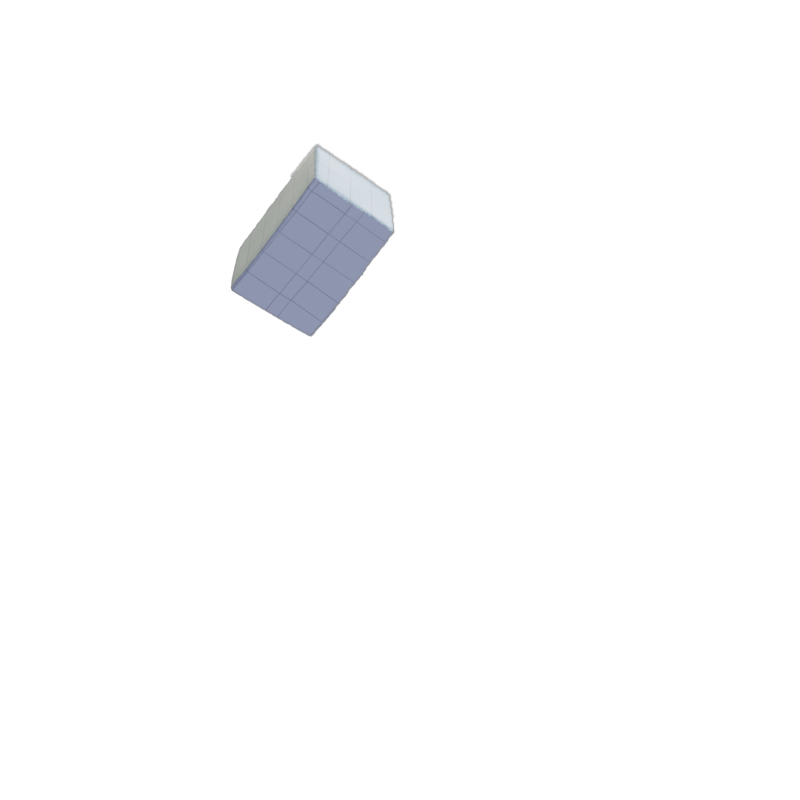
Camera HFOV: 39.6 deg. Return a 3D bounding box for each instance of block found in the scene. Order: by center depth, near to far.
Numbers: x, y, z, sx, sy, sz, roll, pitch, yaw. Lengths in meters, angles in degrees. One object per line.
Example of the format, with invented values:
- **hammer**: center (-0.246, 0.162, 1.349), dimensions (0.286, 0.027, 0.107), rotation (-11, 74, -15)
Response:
- **block**: center (-0.046, -0.084, 0.591), dimensions (0.051, 0.076, 0.054), rotation (34, 21, -18)
